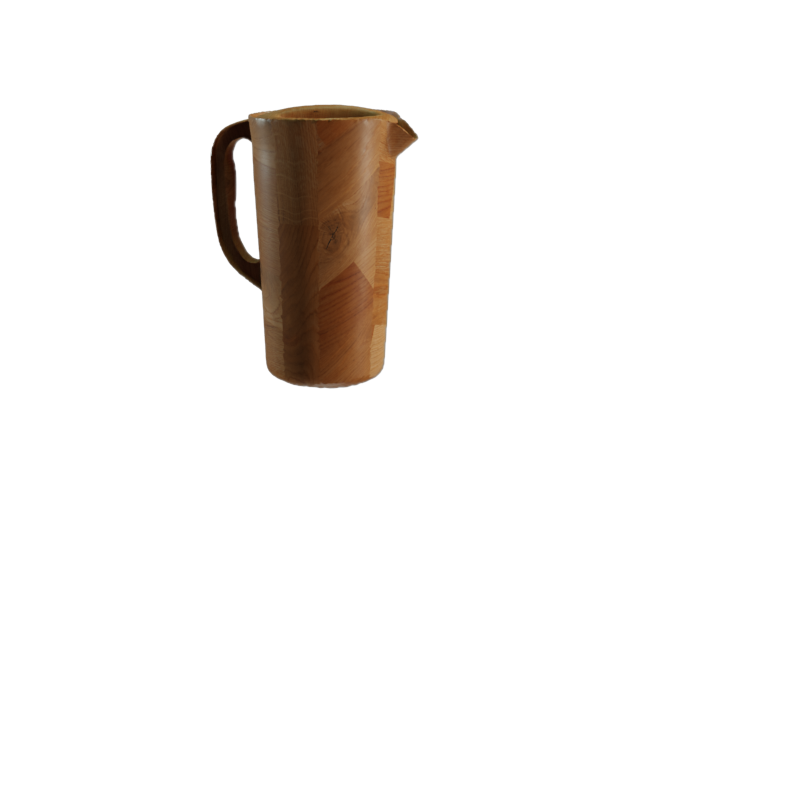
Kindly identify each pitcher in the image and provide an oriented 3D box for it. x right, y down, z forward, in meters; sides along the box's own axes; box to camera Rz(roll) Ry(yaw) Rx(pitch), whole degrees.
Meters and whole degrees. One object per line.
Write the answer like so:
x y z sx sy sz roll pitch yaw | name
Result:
-0.077 -0.141 0.990 0.141 0.236 0.158 -7 15 -29 | pitcher
